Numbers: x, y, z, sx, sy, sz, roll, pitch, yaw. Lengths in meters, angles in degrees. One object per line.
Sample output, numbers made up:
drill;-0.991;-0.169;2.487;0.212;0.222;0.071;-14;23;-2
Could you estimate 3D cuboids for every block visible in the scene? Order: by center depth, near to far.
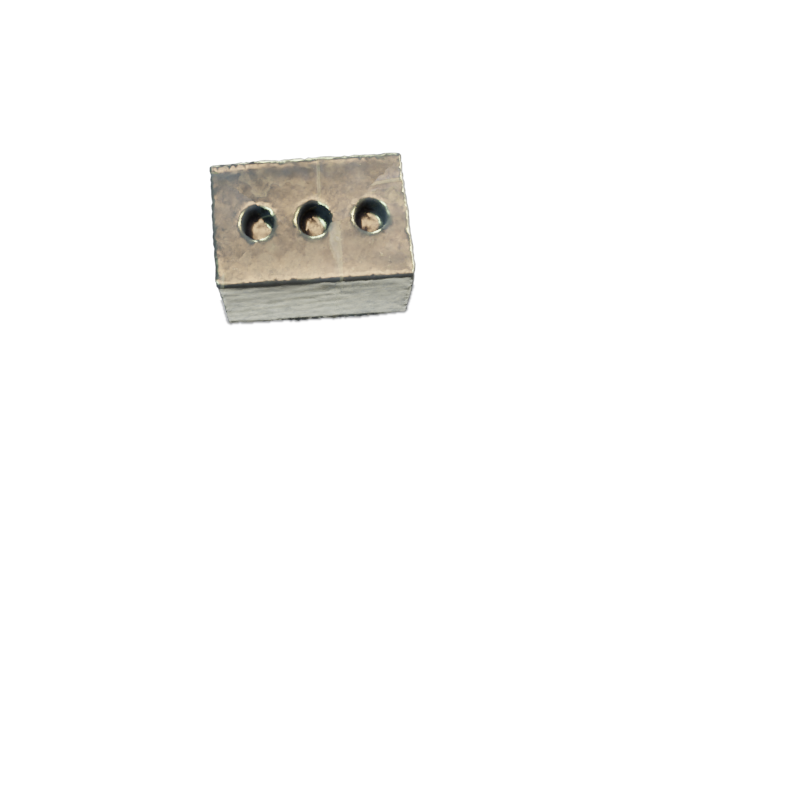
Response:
block;-0.035;-0.064;0.449;0.078;0.055;0.049;-5;-17;-3
